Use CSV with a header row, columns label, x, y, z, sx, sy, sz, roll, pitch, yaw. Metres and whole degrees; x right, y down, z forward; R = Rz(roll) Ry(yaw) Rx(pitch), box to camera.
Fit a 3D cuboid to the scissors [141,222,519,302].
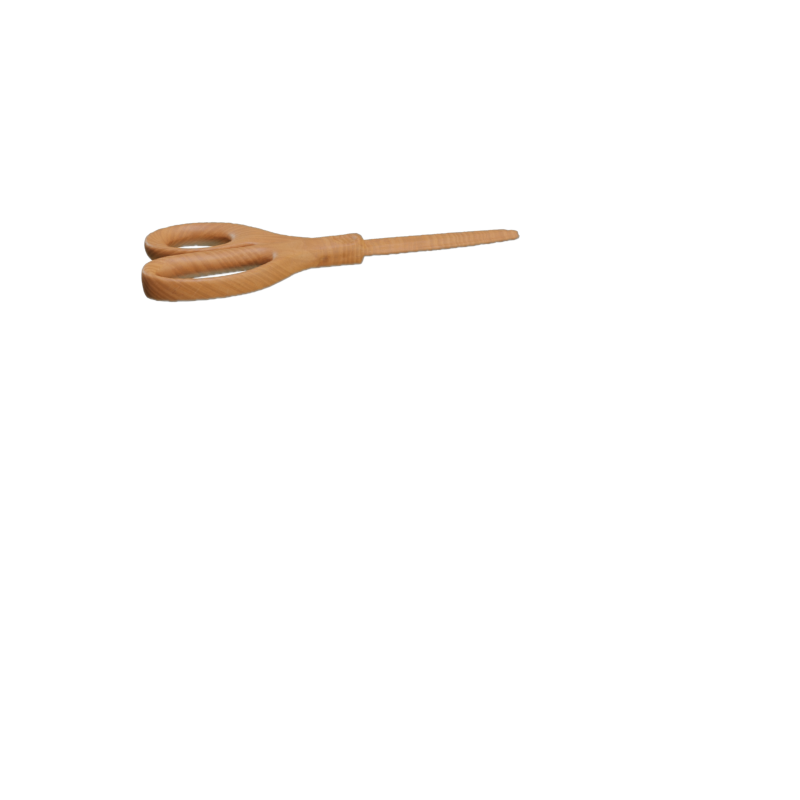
label,x,y,z,sx,sy,sz,roll,pitch,yaw
scissors,-0.046,-0.083,0.584,0.198,0.015,0.103,-15,30,-29
